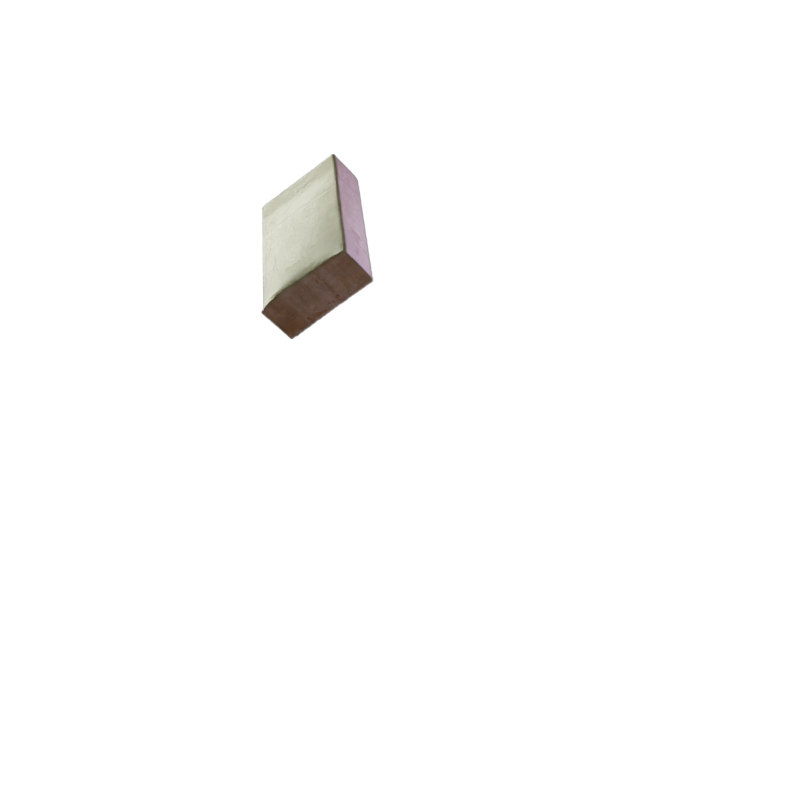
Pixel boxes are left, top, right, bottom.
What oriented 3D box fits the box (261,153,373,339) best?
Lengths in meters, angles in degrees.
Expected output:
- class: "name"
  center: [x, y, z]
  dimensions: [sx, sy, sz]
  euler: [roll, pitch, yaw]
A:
- class: "box"
  center: [-0.077, -0.140, 0.983]
  dimensions: [0.093, 0.045, 0.188]
  euler: [-34, 31, 19]
